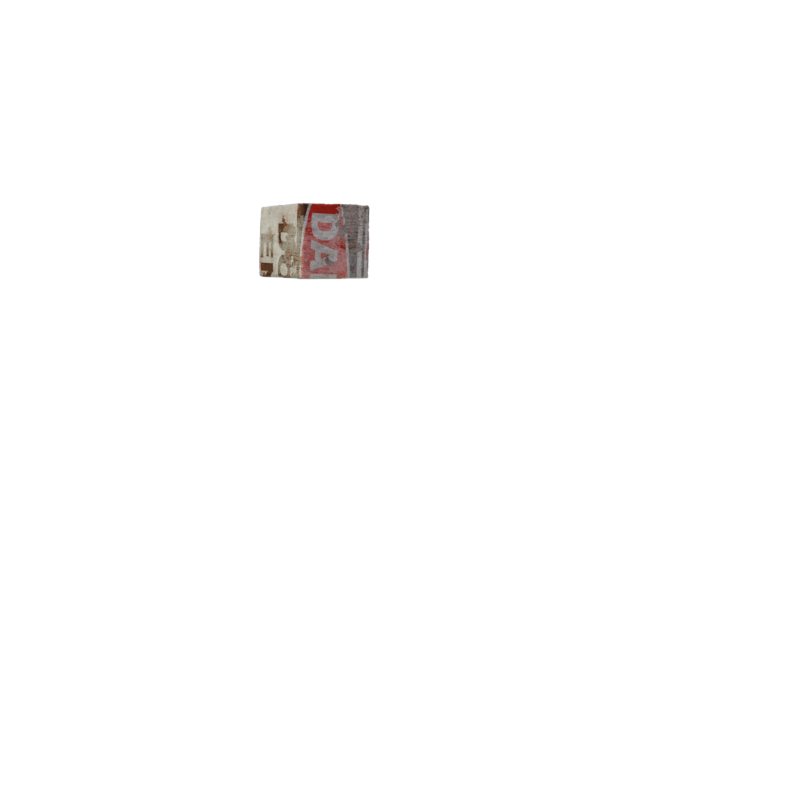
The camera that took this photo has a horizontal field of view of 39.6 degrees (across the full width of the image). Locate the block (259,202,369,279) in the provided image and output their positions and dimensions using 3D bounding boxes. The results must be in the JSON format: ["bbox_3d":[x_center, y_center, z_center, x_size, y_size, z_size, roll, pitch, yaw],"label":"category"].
[{"bbox_3d":[-0.061,-0.112,0.783,0.051,0.051,0.081,-2,5,-28],"label":"block"}]
